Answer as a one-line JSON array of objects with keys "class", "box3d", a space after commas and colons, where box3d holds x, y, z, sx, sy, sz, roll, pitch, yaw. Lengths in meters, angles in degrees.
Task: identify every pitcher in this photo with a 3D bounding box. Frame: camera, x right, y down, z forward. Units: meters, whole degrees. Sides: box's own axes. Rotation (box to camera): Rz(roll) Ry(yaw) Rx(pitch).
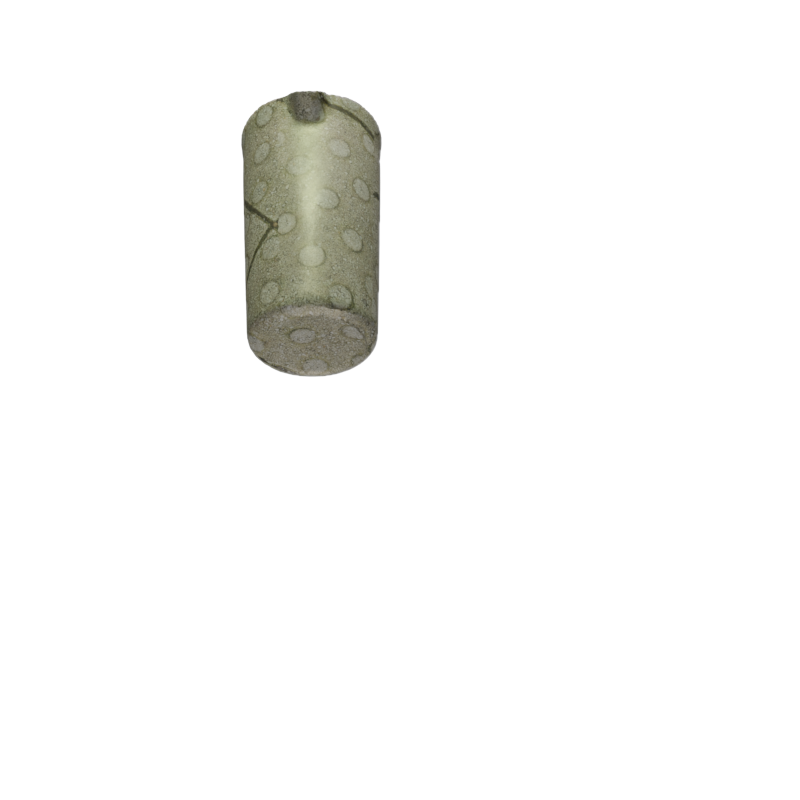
[{"class": "pitcher", "box3d": [-0.077, -0.141, 0.989, 0.144, 0.260, 0.140, -32, -45, 34]}]
